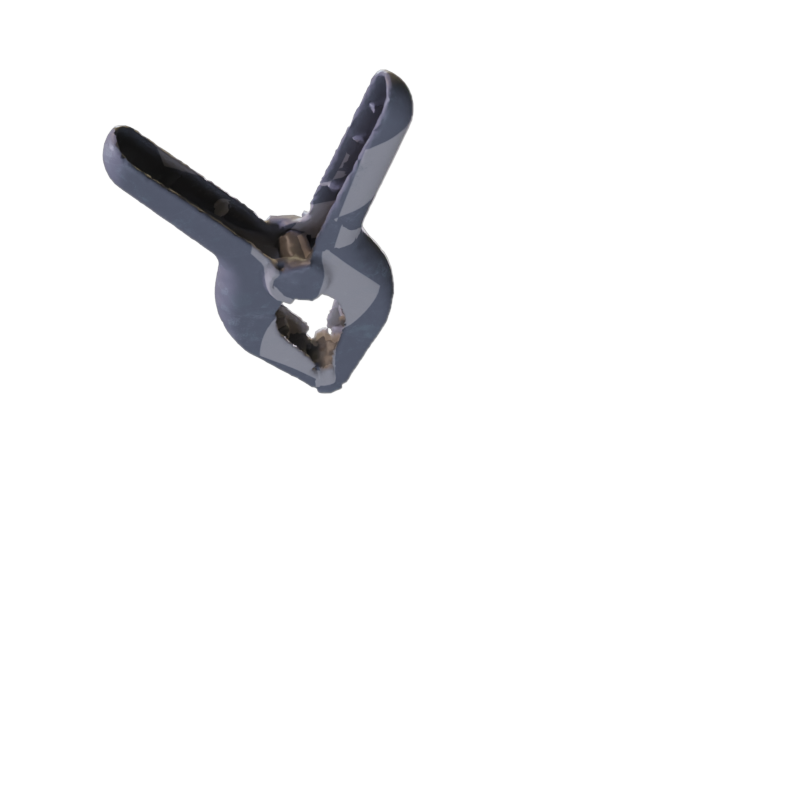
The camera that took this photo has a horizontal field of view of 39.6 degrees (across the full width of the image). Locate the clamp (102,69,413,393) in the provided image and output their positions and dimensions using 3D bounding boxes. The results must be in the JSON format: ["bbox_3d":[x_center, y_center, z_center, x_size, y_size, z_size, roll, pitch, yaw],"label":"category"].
[{"bbox_3d":[-0.037,-0.067,0.470,0.121,0.042,0.158,-11,-38,14],"label":"clamp"}]
